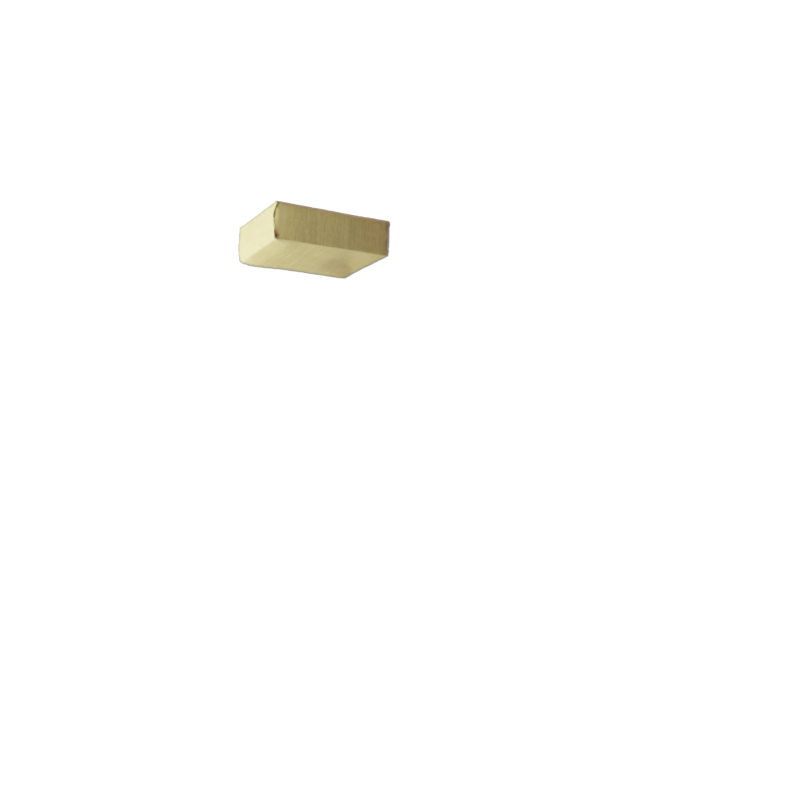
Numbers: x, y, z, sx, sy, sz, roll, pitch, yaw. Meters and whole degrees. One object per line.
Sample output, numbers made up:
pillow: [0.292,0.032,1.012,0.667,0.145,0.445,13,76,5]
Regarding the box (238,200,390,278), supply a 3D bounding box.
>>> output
box: [-0.078,-0.142,0.995,0.109,0.040,0.090,5,-11,-26]
